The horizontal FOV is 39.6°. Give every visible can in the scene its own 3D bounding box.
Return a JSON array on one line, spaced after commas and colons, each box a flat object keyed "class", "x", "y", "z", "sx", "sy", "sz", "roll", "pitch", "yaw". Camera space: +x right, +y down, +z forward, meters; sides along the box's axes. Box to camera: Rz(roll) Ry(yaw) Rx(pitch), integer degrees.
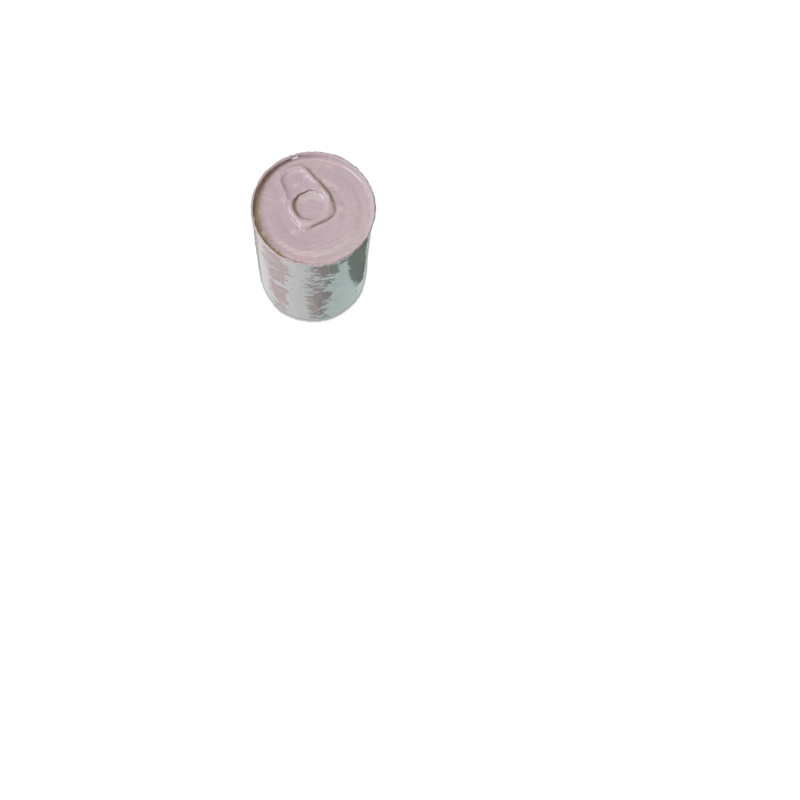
[{"class": "can", "x": -0.051, "y": -0.092, "z": 0.645, "sx": 0.068, "sy": 0.072, "sz": 0.098, "roll": 0, "pitch": -17, "yaw": -3}]
